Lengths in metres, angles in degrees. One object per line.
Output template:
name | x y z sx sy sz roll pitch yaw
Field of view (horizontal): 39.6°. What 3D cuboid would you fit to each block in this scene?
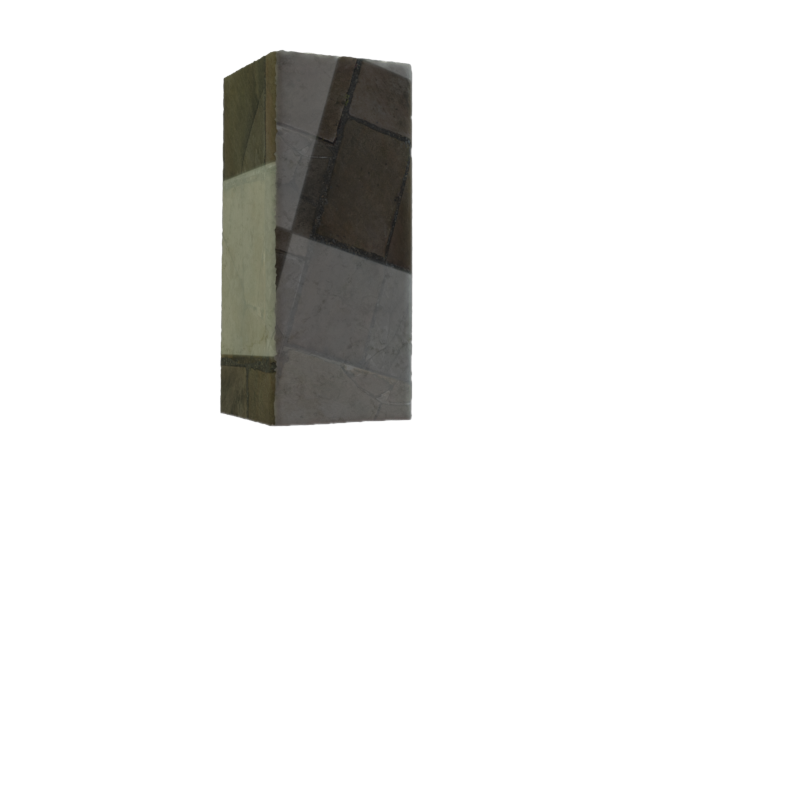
block | -0.051 -0.094 0.659 0.087 0.208 0.093 1 -2 -27
